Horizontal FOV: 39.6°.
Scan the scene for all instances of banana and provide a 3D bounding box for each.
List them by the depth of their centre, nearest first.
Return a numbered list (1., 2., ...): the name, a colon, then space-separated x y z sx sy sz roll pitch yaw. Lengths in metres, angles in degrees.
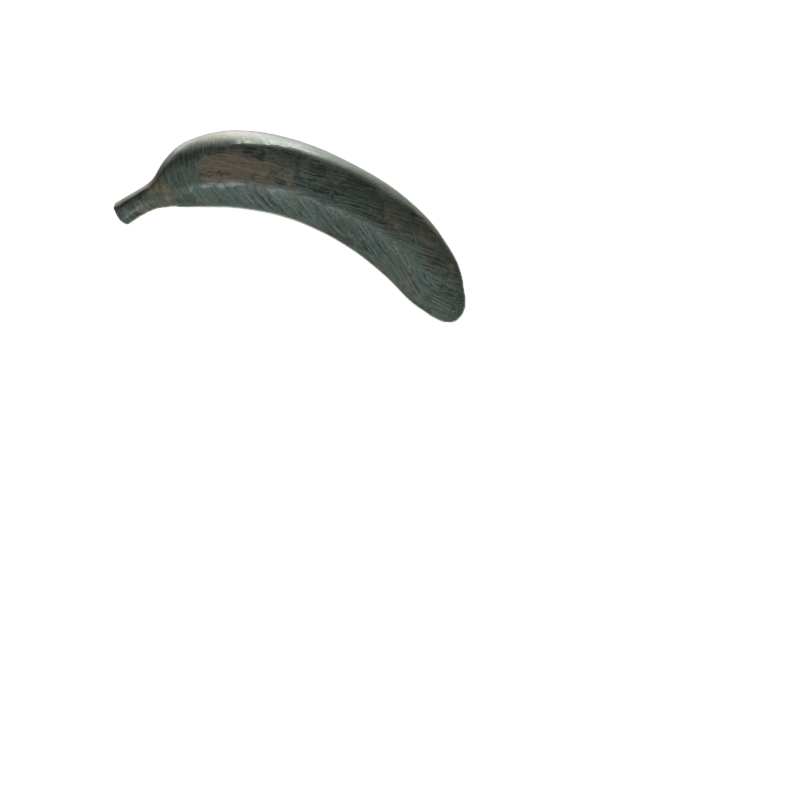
1. banana: -0.039 -0.092 0.557 0.190 0.039 0.067 17 -42 -21
